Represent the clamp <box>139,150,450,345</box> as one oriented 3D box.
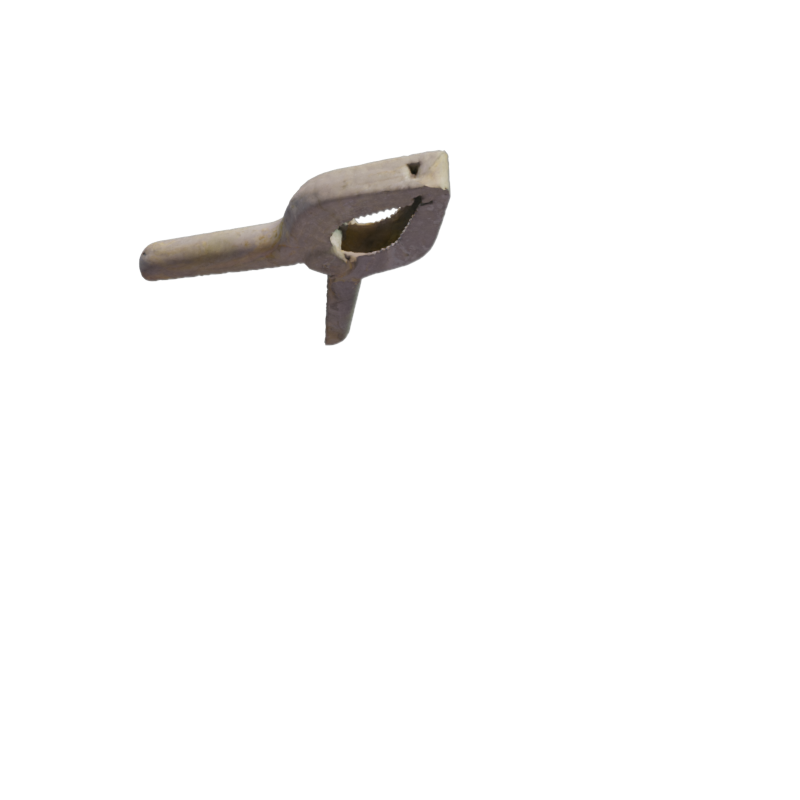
[{"bbox_3d":[-0.054,-0.098,0.685,0.157,0.039,0.208,16,-29,-30],"label":"clamp"}]
